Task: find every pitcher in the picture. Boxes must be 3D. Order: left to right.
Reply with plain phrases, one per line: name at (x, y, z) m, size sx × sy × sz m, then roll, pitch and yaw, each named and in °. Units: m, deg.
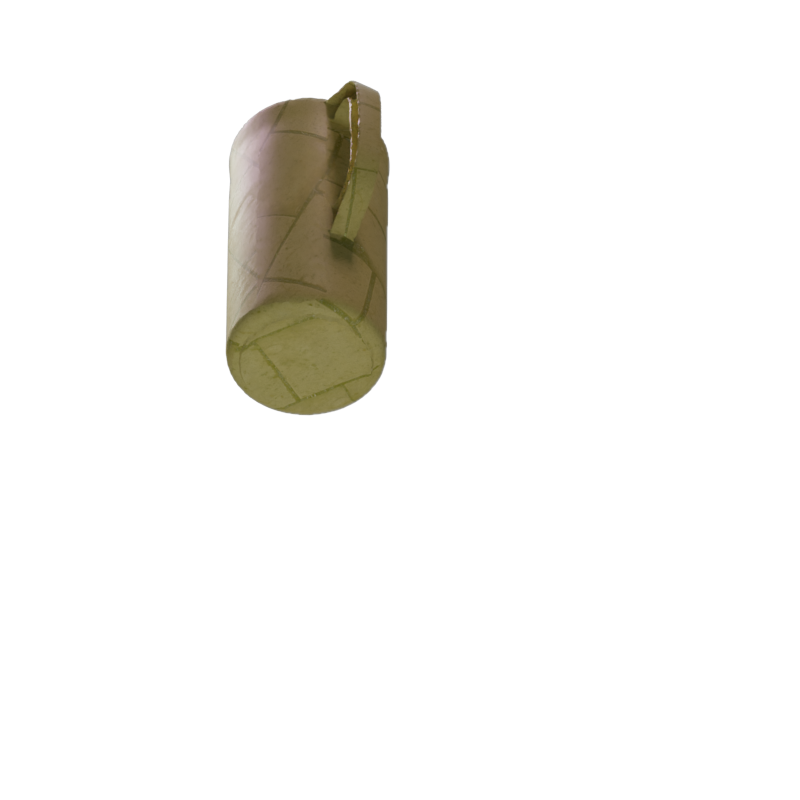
pitcher at (-0.064, -0.117, 0.820) m, size 0.146 × 0.138 × 0.261 m, roll -14°, pitch 41°, yaw 9°
